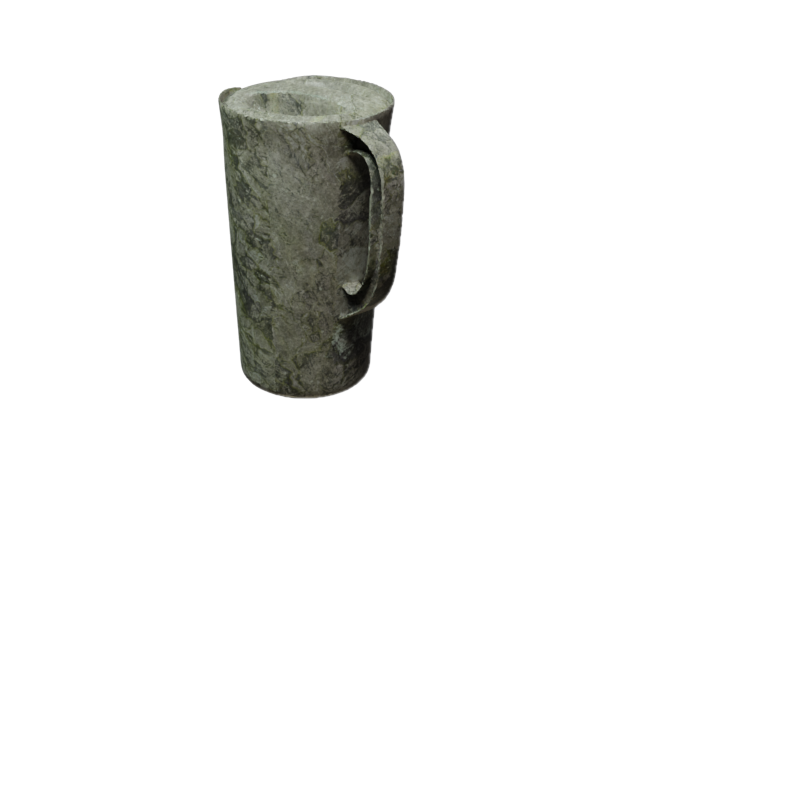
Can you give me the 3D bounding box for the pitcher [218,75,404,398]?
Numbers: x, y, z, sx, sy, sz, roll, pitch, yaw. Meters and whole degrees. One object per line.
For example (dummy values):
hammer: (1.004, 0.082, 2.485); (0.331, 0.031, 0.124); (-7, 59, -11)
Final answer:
pitcher: (-0.068, -0.124, 0.869); (0.146, 0.230, 0.156); (3, 26, 4)
